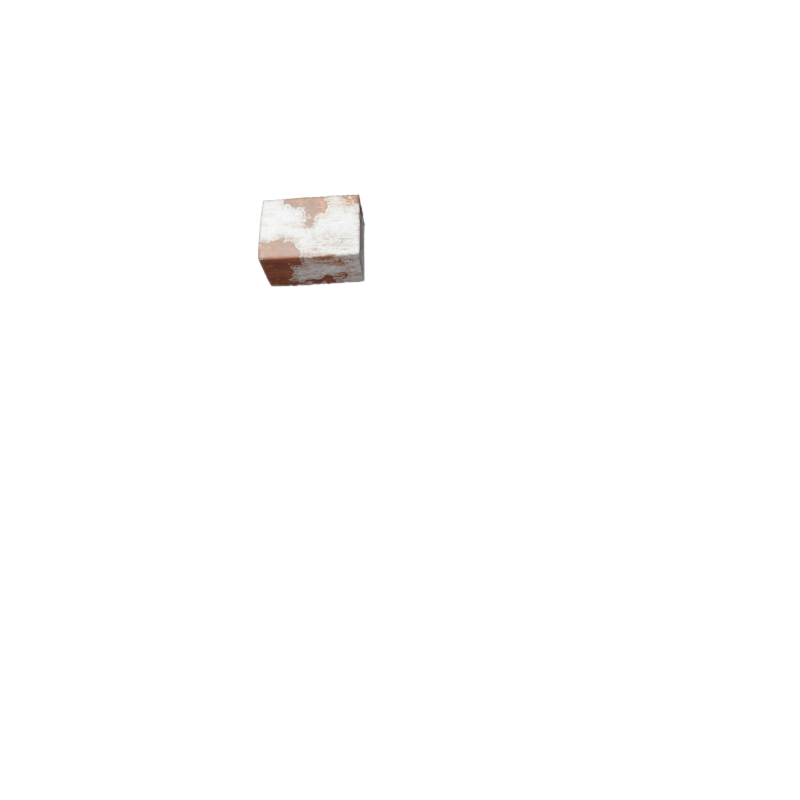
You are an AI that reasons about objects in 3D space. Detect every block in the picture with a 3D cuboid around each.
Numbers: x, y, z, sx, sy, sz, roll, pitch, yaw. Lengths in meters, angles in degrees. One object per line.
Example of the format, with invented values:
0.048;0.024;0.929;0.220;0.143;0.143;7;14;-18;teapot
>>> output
-0.067;-0.123;0.862;0.078;0.054;0.050;-3;-23;5;block
